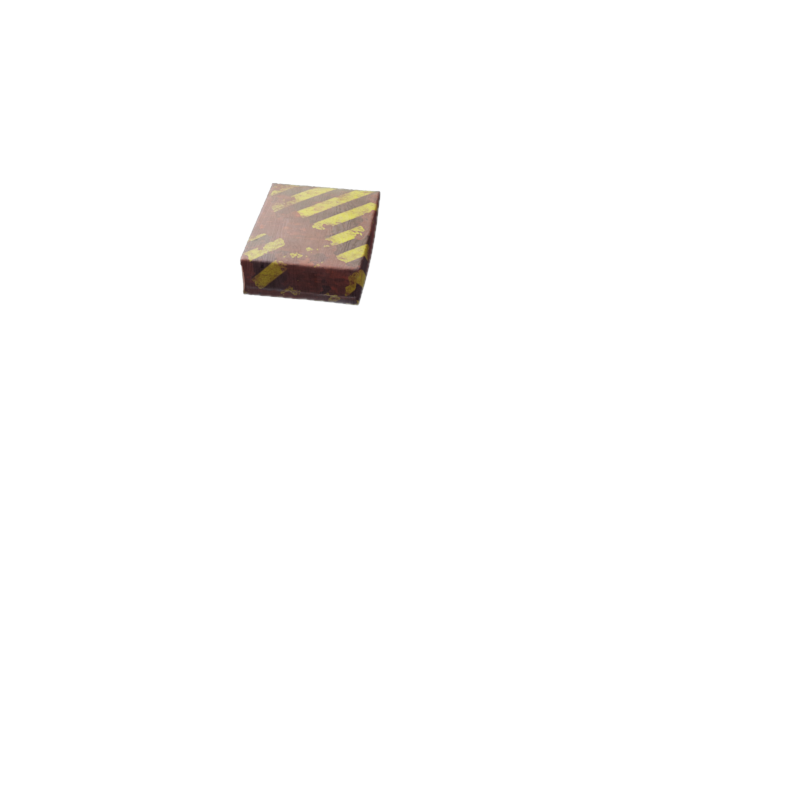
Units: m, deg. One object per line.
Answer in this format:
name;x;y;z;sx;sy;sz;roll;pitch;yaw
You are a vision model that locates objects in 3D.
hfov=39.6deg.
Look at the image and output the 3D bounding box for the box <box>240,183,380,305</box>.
box;-0.067;-0.122;0.853;0.091;0.036;0.120;5;38;6
